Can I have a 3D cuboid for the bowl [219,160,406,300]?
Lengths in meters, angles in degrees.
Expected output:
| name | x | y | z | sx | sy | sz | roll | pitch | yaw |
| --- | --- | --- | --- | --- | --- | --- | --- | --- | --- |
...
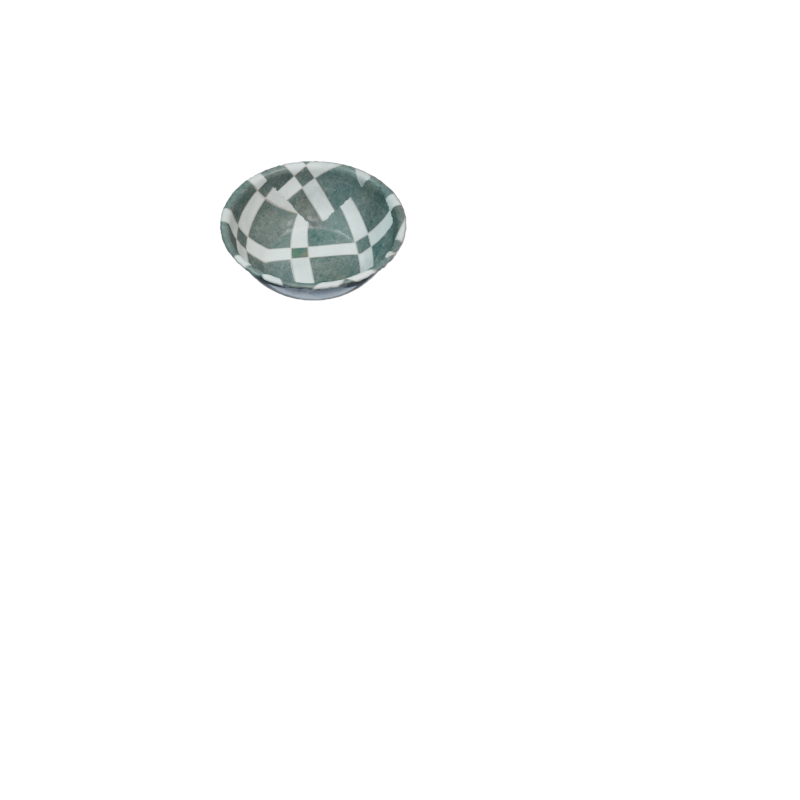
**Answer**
| name | x | y | z | sx | sy | sz | roll | pitch | yaw |
| --- | --- | --- | --- | --- | --- | --- | --- | --- | --- |
| bowl | -0.077 | -0.140 | 0.978 | 0.162 | 0.174 | 0.051 | -1 | -42 | -1 |
